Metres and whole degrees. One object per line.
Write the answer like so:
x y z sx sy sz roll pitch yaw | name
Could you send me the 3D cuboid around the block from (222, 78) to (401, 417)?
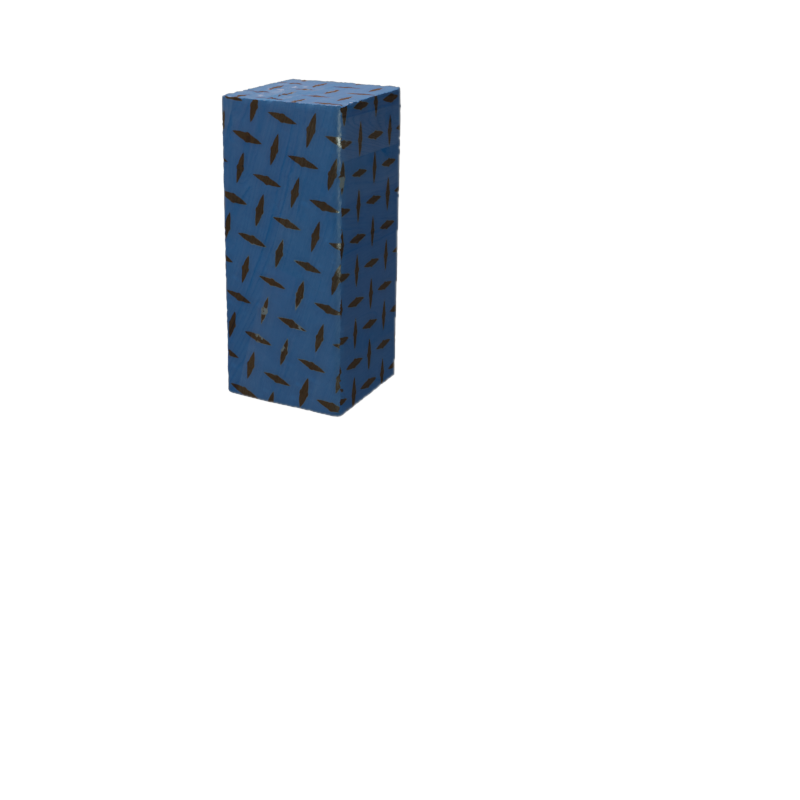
-0.058 -0.107 0.752 0.094 0.198 0.091 10 20 26 | block
